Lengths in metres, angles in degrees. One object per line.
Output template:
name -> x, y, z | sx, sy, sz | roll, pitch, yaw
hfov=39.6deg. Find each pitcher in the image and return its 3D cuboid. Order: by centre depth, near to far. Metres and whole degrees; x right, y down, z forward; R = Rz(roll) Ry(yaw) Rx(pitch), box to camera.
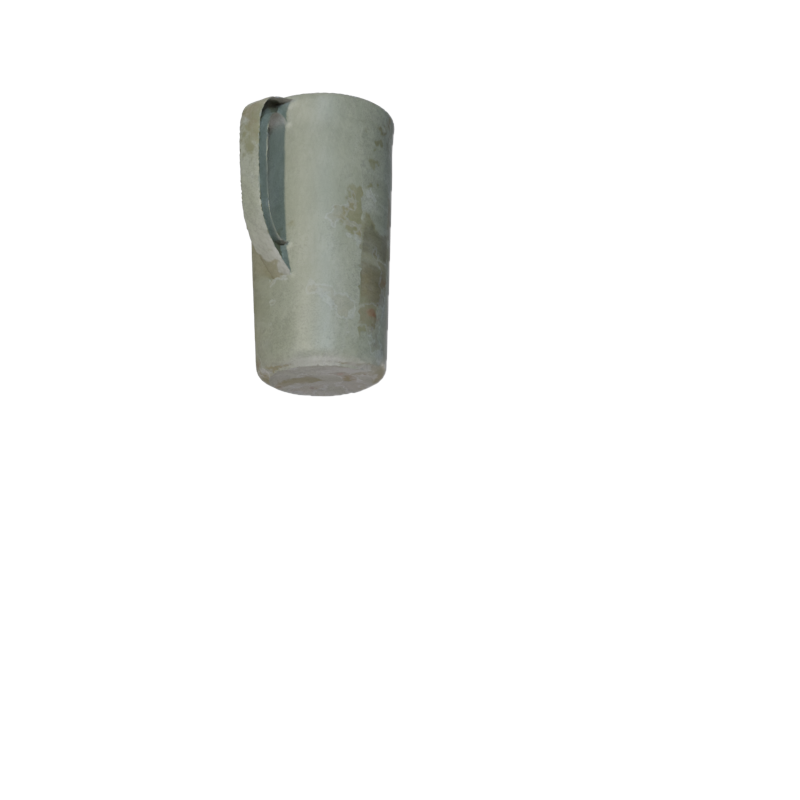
pitcher -> -0.074, -0.136, 0.950 | 0.146, 0.256, 0.140 | 4, -22, -14
